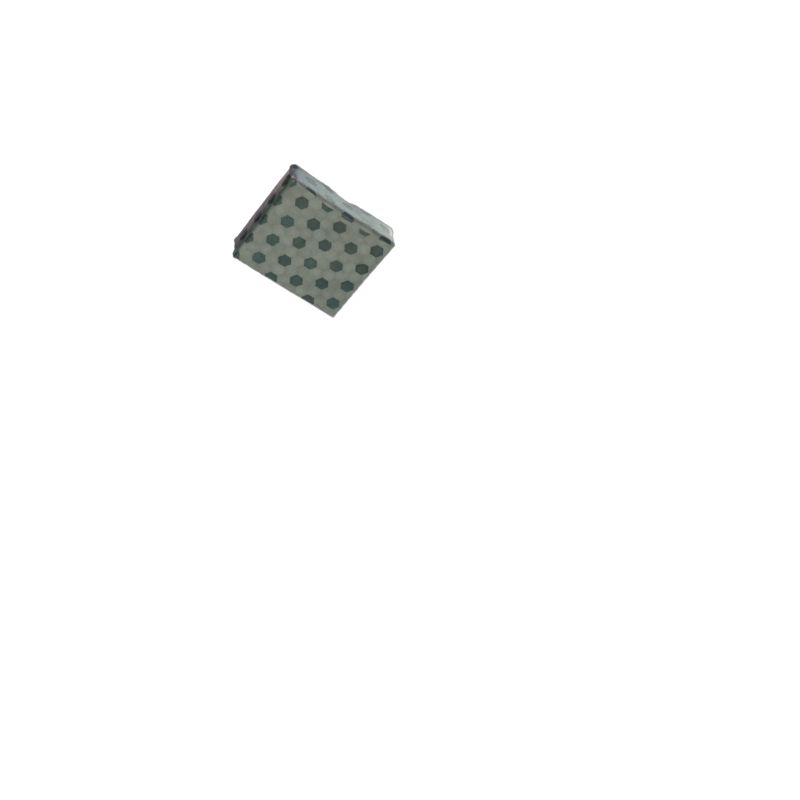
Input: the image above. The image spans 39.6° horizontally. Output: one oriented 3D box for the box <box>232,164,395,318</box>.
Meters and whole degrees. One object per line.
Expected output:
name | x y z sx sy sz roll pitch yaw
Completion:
box | -0.060 -0.110 0.769 0.086 0.071 0.032 32 24 -17
